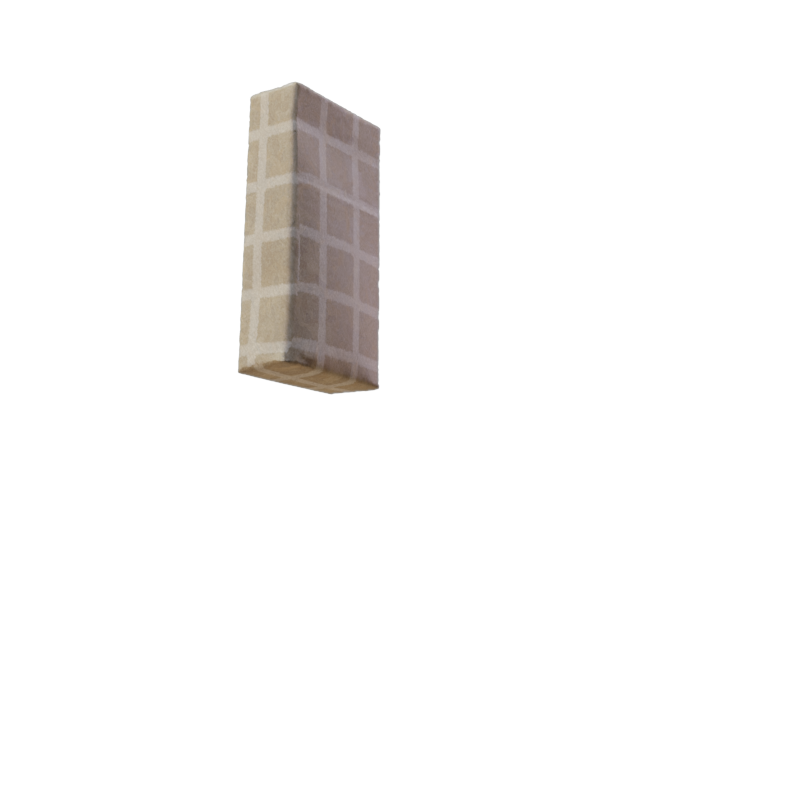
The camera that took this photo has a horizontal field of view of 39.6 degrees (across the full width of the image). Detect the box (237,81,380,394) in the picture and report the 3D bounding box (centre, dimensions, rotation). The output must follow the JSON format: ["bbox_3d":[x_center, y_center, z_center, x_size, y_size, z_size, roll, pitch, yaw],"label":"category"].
[{"bbox_3d":[-0.054,-0.098,0.690,0.049,0.184,0.088,-14,-21,34],"label":"box"}]
